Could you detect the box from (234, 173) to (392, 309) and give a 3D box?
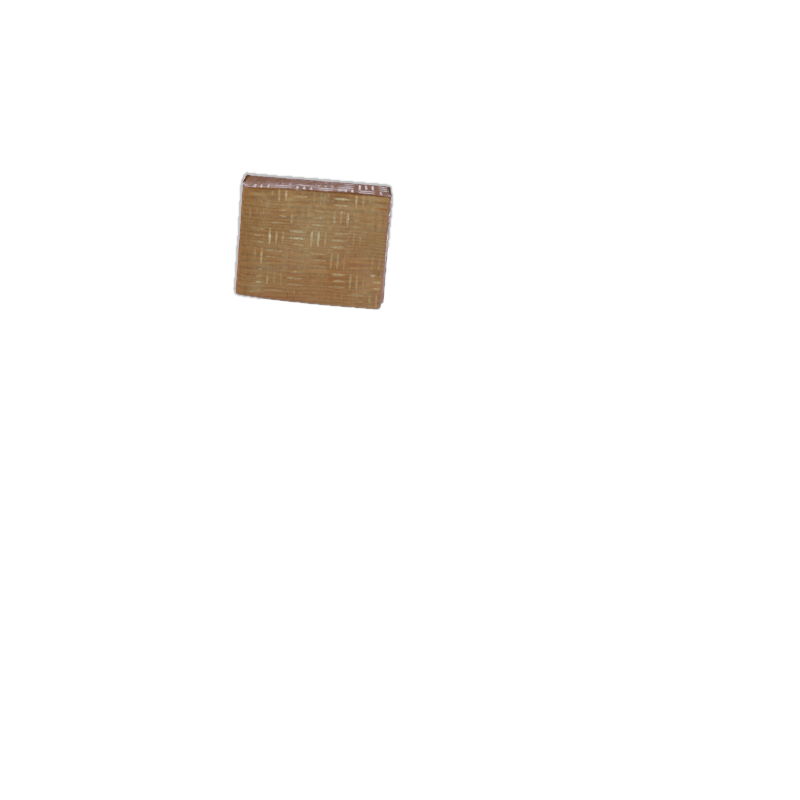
[{"bbox_3d":[-0.065,-0.119,0.833,0.113,0.087,0.040,5,18,-2],"label":"box"}]
